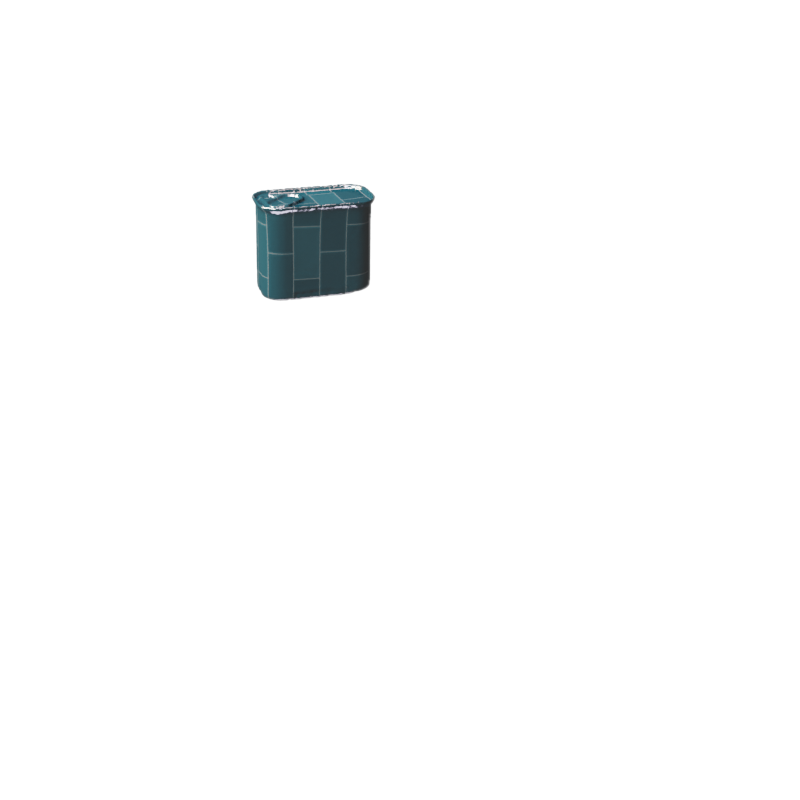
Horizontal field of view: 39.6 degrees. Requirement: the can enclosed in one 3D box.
[{"bbox_3d":[-0.075,-0.136,0.955,0.100,0.080,0.061,-6,23,-15],"label":"can"}]
